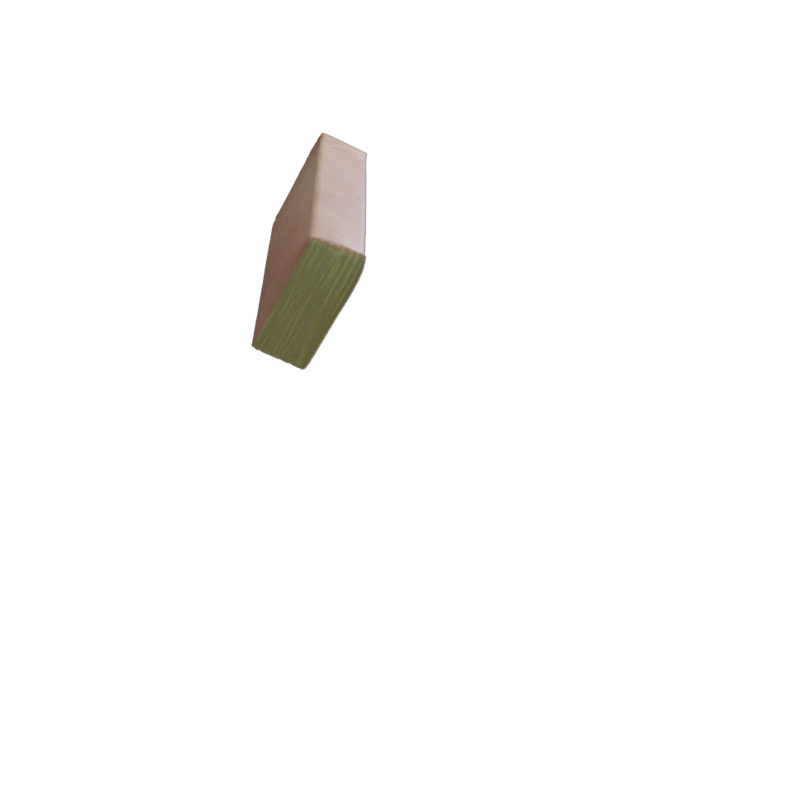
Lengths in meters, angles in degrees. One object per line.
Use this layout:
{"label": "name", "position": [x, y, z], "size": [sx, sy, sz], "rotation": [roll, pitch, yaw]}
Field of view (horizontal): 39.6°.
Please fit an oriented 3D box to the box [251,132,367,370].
{"label": "box", "position": [-0.061, -0.110, 0.772], "size": [0.046, 0.090, 0.188], "rotation": [23, 28, -18]}
